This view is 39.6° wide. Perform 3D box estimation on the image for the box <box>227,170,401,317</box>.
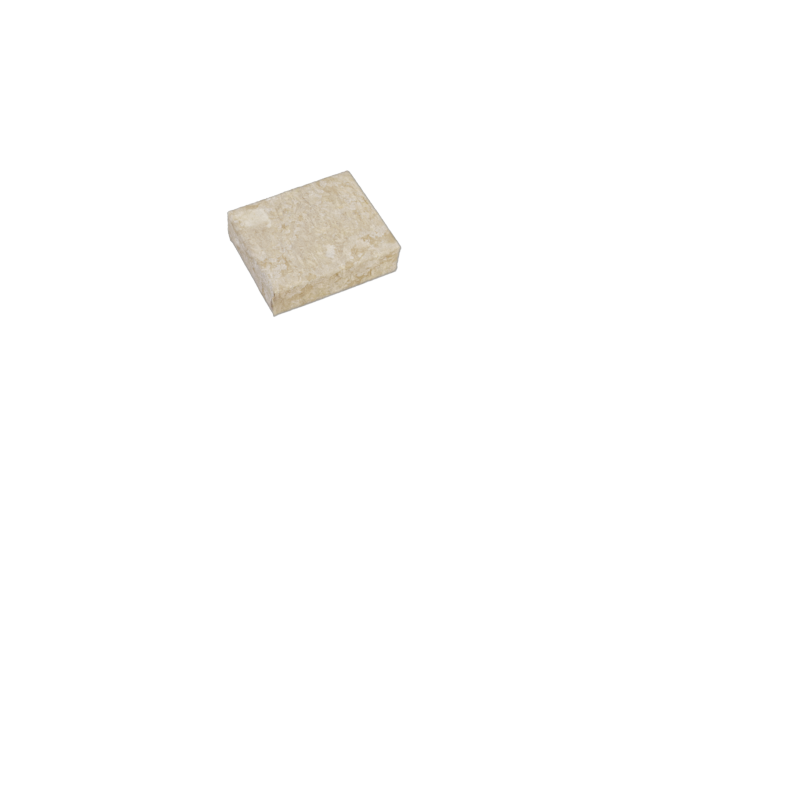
[{"bbox_3d":[-0.069,-0.126,0.883,0.113,0.097,0.036,-23,-32,-16],"label":"box"}]
